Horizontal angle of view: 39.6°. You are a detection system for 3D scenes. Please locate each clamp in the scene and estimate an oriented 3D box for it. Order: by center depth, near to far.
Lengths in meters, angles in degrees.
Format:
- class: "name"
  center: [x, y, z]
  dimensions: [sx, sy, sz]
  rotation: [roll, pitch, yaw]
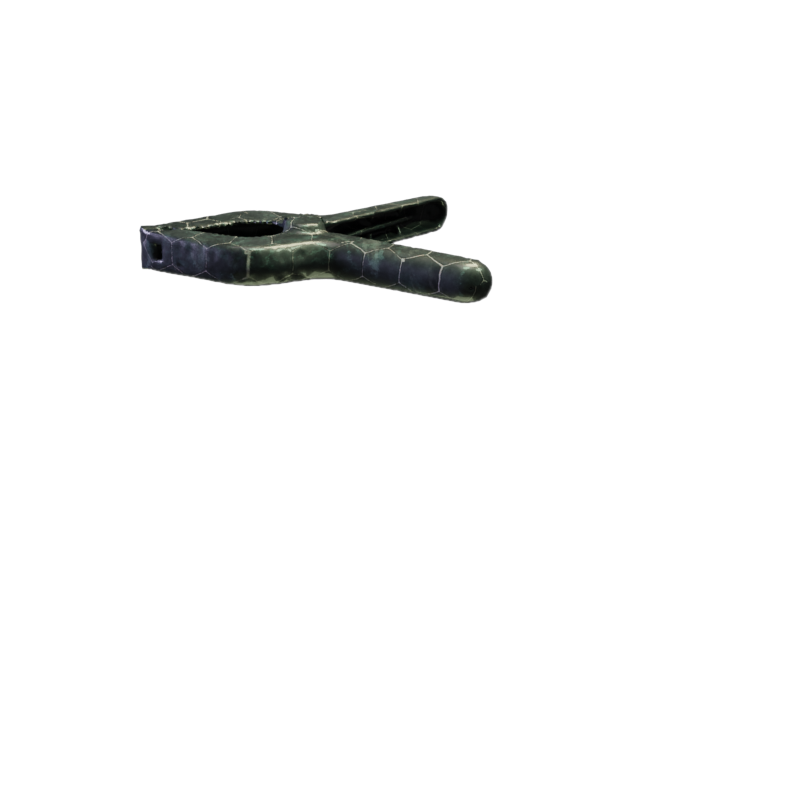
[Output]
- class: "clamp"
  center: [-0.054, -0.099, 0.694]
  dimensions: [0.211, 0.035, 0.171]
  rotation: [1, 23, 2]
